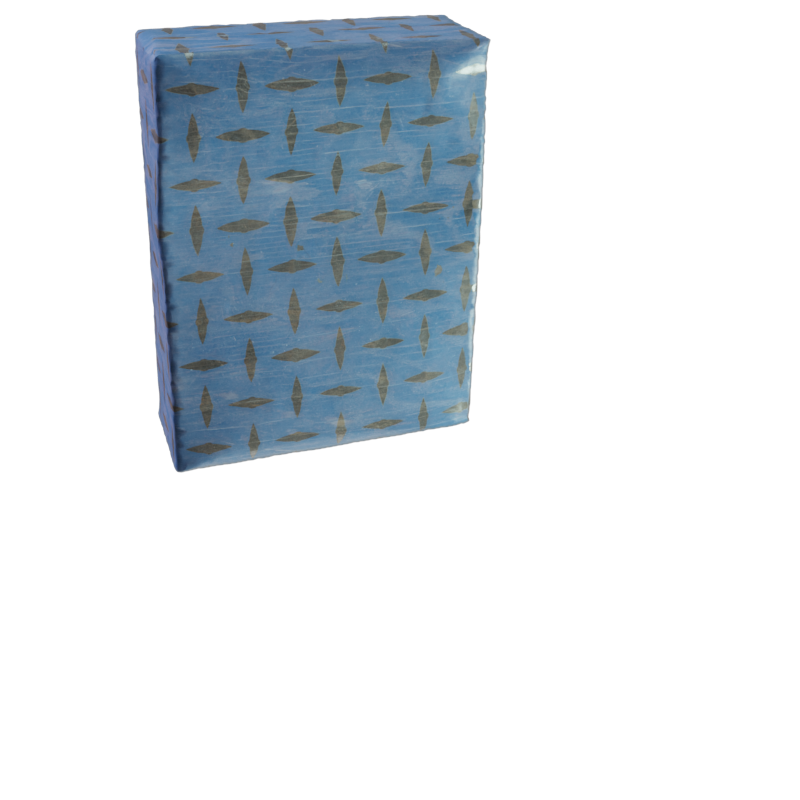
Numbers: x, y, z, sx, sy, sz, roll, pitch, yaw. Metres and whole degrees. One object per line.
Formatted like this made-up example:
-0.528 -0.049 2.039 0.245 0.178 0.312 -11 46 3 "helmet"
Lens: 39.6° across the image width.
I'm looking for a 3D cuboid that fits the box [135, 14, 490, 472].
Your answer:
-0.044 -0.080 0.564 0.161 0.203 0.077 -7 25 -16 "box"
